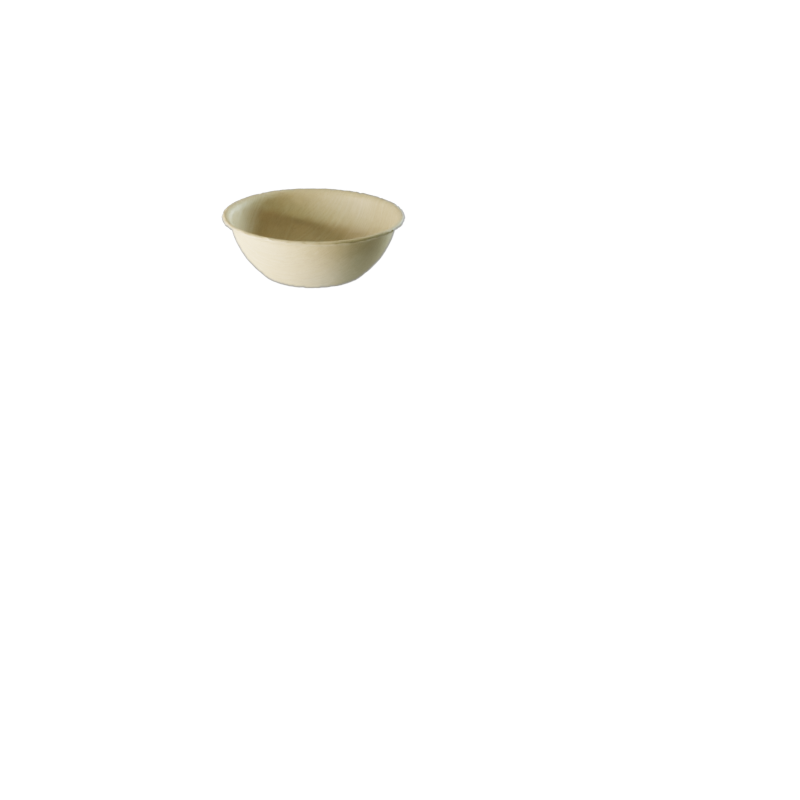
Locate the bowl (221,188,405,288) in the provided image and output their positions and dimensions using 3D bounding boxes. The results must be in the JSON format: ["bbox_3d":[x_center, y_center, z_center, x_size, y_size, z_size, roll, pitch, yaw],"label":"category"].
[{"bbox_3d":[-0.077,-0.141,0.985,0.162,0.052,0.170,-1,25,-2],"label":"bowl"}]
